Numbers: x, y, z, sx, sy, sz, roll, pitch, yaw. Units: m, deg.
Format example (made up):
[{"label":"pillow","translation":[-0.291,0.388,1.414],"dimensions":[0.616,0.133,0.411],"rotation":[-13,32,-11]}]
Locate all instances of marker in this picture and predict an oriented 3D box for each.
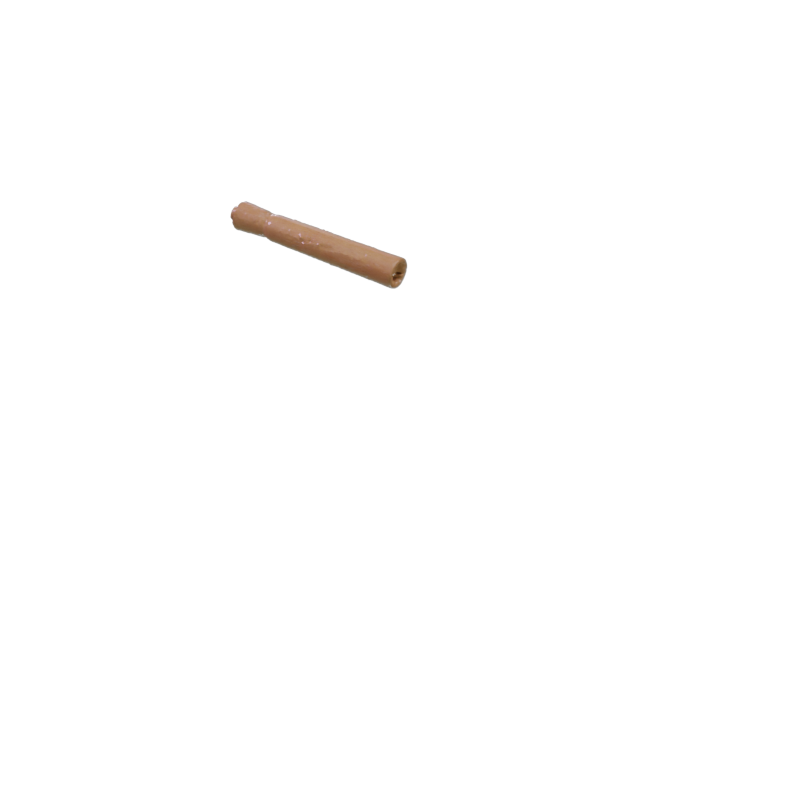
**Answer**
[{"label":"marker","translation":[-0.052,-0.095,0.662],"dimensions":[0.127,0.019,0.019],"rotation":[24,15,28]}]
